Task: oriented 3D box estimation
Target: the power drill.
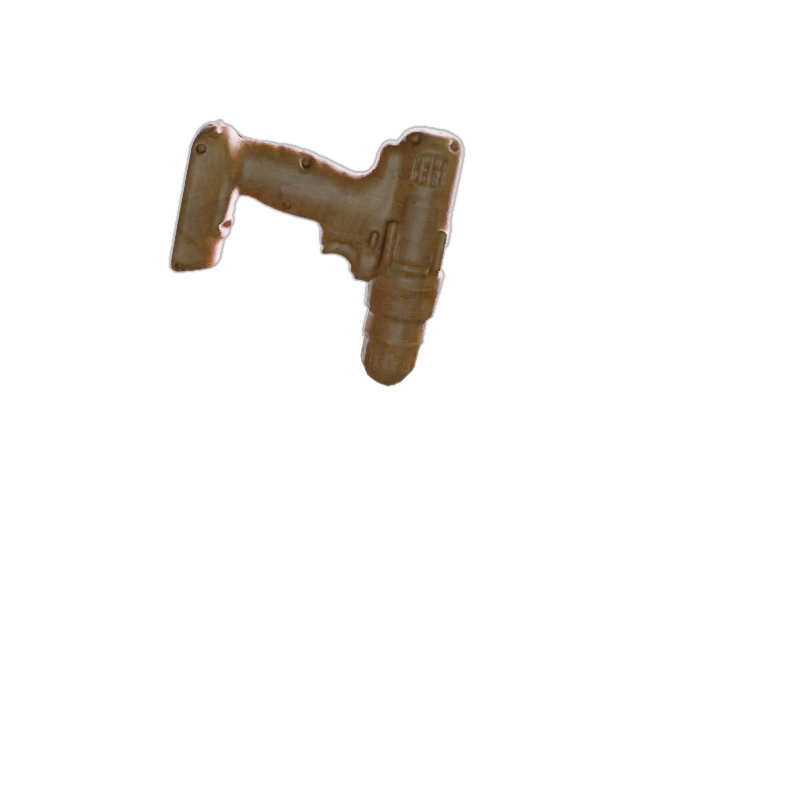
[{"bbox_3d":[-0.060,-0.110,0.767,0.187,0.180,0.059,11,13,-3],"label":"power drill"}]
